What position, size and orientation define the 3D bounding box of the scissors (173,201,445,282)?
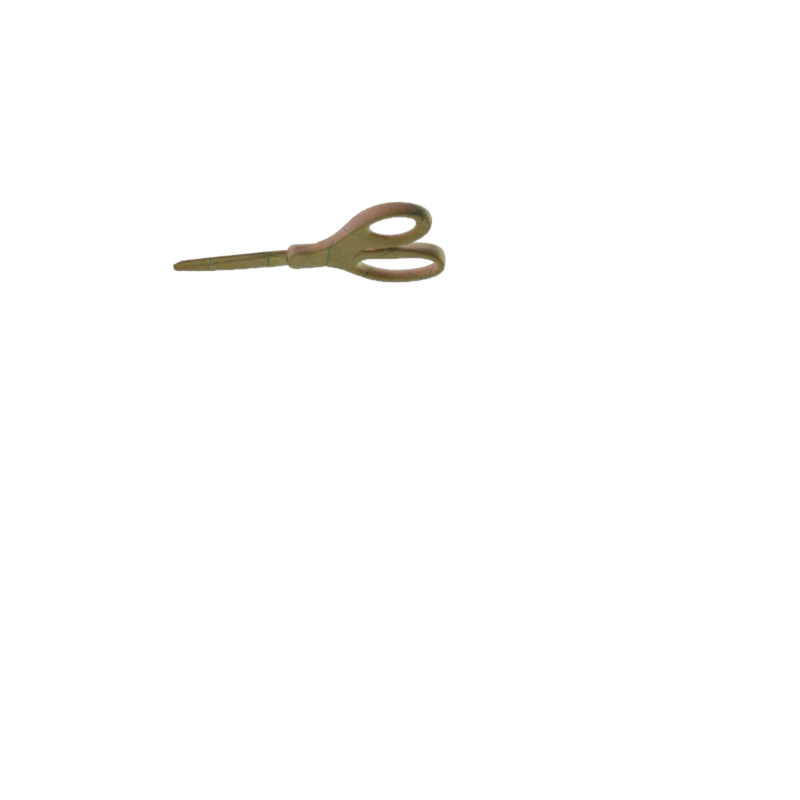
[{"bbox_3d":[-0.063,-0.115,0.808,0.200,0.017,0.091,4,-31,-6],"label":"scissors"}]
